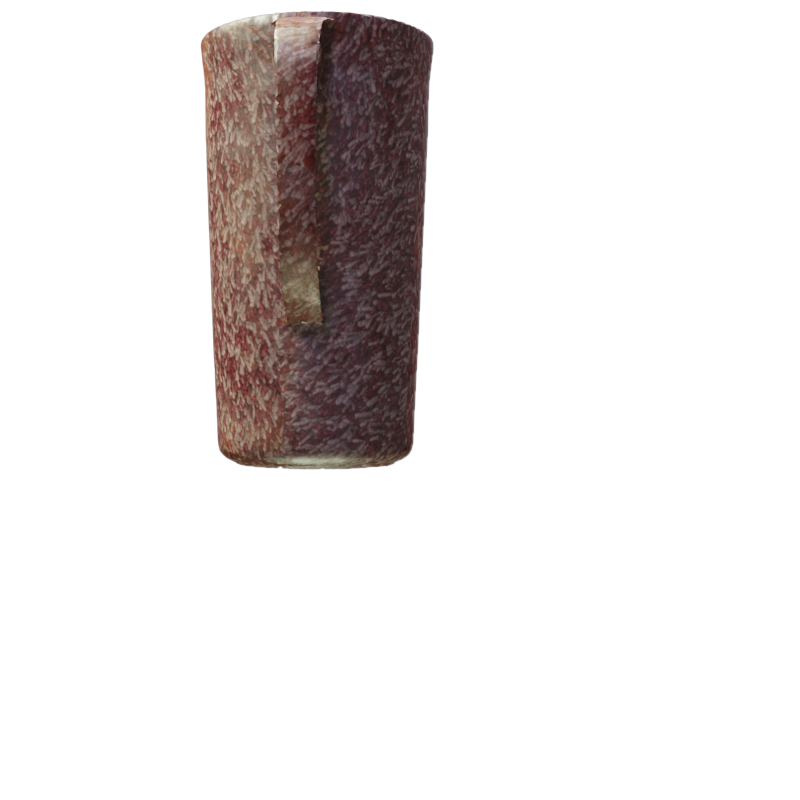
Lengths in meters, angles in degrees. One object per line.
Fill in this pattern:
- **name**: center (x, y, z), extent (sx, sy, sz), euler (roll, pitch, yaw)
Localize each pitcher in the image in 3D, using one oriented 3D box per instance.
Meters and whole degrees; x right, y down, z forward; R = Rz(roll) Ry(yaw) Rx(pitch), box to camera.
- **pitcher**: center (-0.048, -0.088, 0.614), extent (0.143, 0.247, 0.149), euler (4, -7, -43)
